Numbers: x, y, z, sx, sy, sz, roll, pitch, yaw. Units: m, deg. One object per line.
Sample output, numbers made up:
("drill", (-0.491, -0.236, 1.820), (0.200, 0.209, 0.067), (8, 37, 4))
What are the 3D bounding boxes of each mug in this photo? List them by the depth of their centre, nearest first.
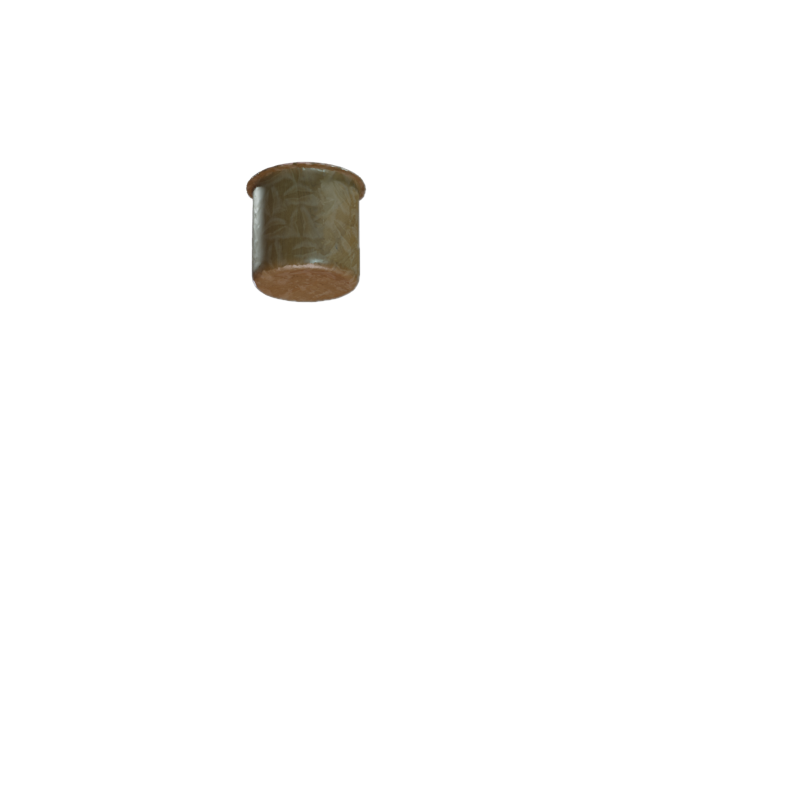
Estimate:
("mug", (-0.067, -0.122, 0.854), (0.095, 0.085, 0.110), (-9, -20, 24))
